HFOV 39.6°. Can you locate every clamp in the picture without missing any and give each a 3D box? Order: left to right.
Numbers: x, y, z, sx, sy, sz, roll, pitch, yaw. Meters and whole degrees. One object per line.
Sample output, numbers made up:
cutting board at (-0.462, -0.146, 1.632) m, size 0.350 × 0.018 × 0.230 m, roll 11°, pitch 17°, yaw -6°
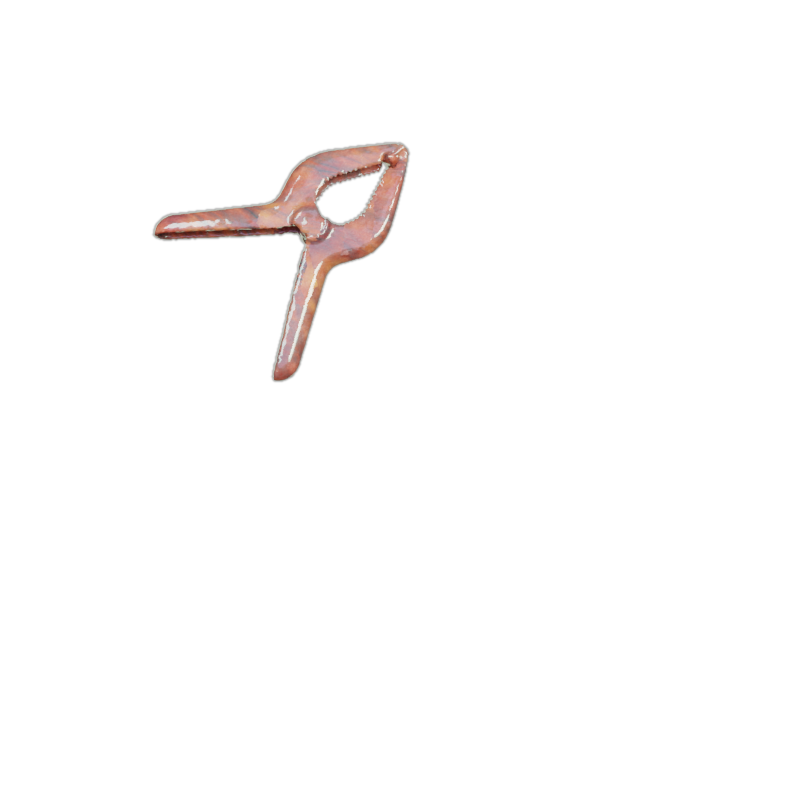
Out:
clamp at (-0.070, -0.128, 0.894) m, size 0.210 × 0.170 × 0.035 m, roll -33°, pitch -11°, yaw -8°
